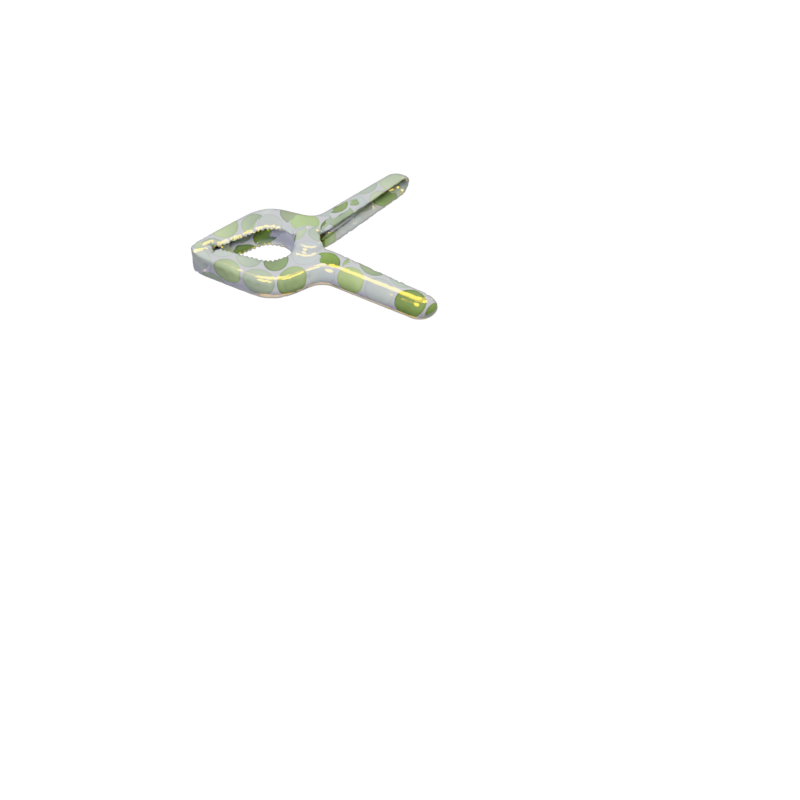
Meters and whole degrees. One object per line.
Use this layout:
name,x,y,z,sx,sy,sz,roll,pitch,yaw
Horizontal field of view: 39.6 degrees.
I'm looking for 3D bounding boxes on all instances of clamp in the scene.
clamp,-0.076,-0.139,0.975,0.210,0.176,0.034,0,-40,0
